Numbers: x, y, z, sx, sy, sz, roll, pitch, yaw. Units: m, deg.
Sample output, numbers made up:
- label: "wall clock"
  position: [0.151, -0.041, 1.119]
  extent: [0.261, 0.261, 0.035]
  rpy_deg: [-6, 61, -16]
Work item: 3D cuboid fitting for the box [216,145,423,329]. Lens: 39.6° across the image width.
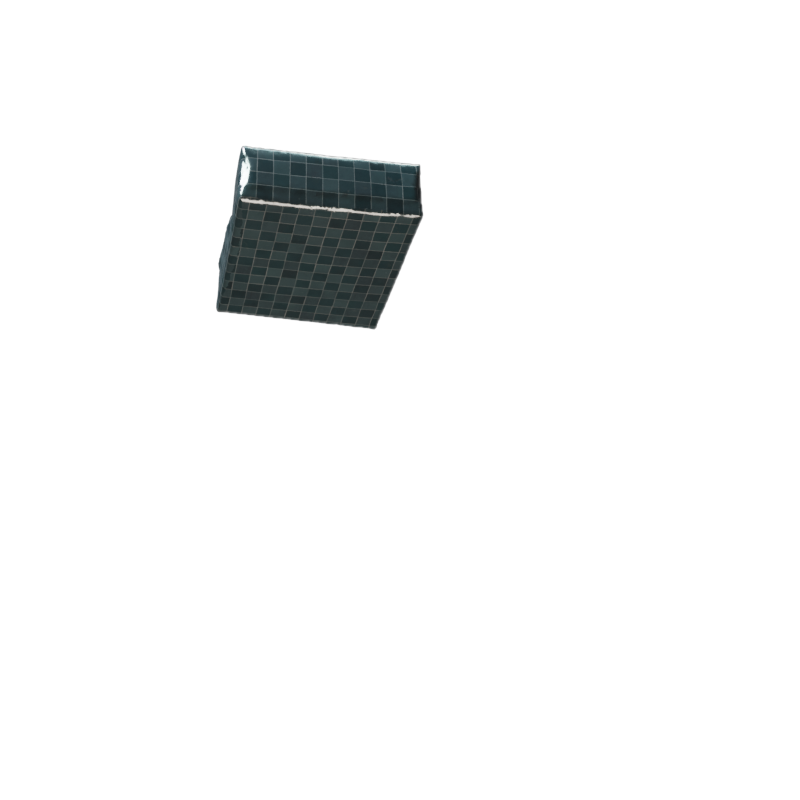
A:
- label: "box"
  position: [-0.037, -0.067, 0.467]
  extent: [0.072, 0.032, 0.085]
  rpy_deg: [6, -30, -11]
